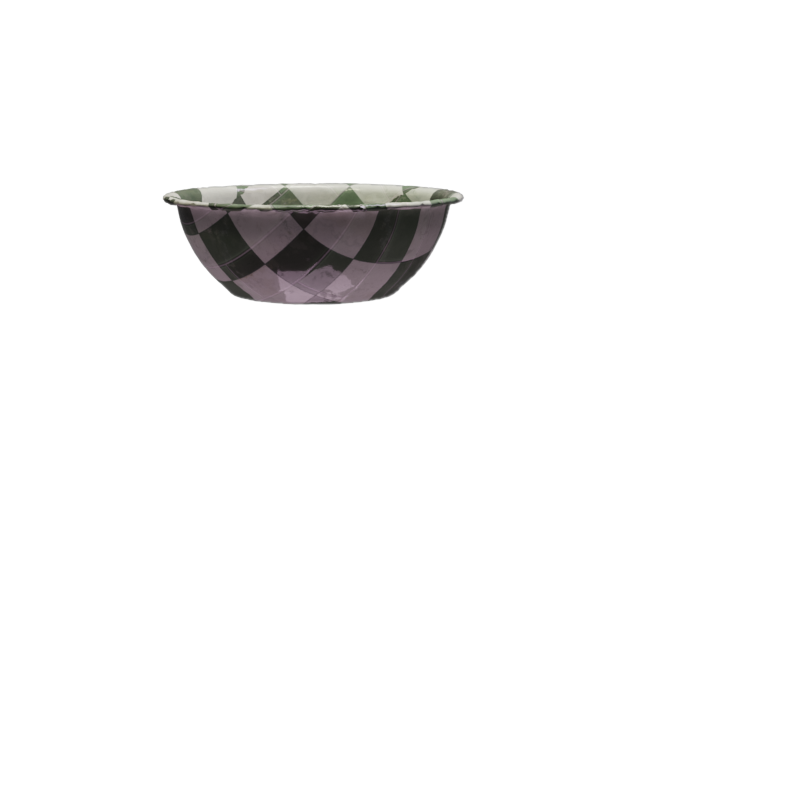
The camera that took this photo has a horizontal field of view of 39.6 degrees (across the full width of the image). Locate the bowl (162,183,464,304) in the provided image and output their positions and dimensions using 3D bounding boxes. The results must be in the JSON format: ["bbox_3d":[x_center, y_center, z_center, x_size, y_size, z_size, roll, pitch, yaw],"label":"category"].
[{"bbox_3d":[-0.047,-0.086,0.602,0.162,0.054,0.166,0,13,-2],"label":"bowl"}]
